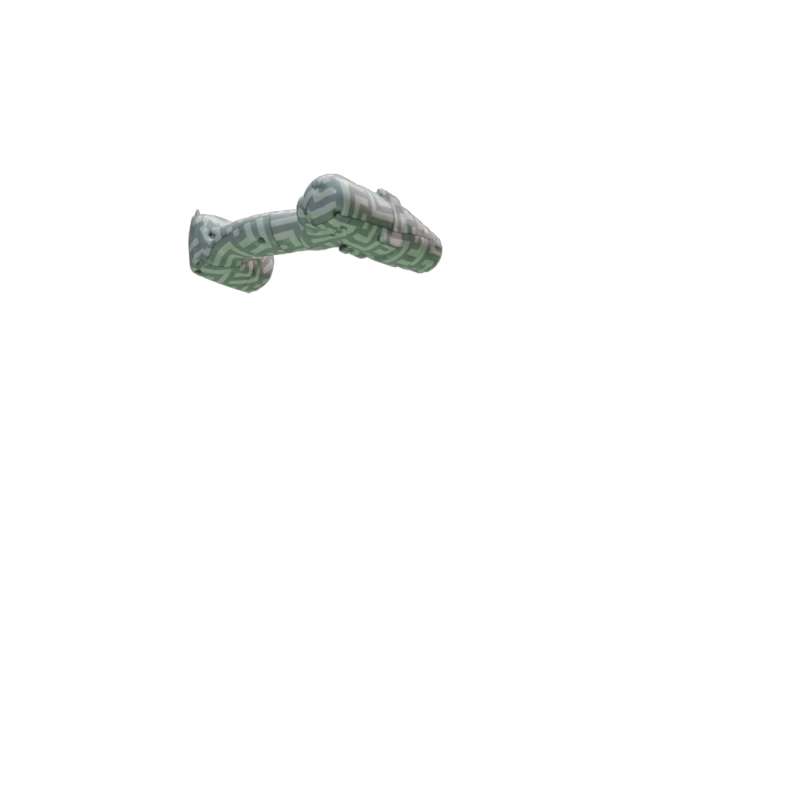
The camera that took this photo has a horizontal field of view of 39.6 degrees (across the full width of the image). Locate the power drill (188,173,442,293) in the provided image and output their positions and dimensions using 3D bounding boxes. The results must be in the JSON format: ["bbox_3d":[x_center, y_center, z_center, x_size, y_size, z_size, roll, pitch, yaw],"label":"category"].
[{"bbox_3d":[-0.076,-0.139,0.971,0.192,0.060,0.173,-9,-16,31],"label":"power drill"}]
